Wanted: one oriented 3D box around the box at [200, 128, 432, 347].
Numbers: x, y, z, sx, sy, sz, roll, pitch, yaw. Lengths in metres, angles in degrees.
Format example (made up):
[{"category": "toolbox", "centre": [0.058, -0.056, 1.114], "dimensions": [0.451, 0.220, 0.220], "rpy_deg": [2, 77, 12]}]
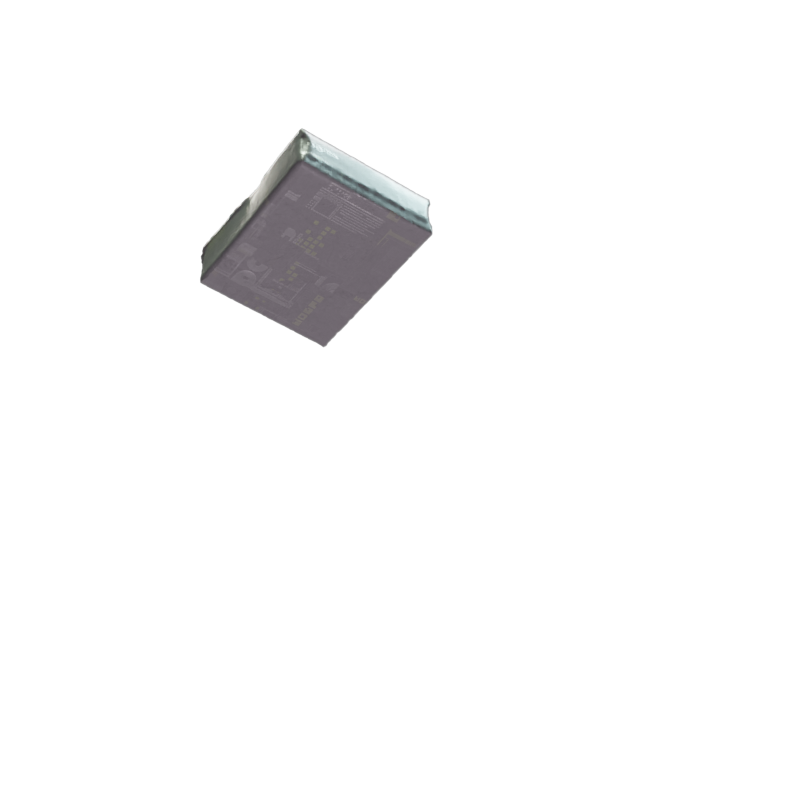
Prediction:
[{"category": "box", "centre": [-0.041, -0.074, 0.518], "dimensions": [0.070, 0.032, 0.087], "rpy_deg": [28, -53, -24]}]
